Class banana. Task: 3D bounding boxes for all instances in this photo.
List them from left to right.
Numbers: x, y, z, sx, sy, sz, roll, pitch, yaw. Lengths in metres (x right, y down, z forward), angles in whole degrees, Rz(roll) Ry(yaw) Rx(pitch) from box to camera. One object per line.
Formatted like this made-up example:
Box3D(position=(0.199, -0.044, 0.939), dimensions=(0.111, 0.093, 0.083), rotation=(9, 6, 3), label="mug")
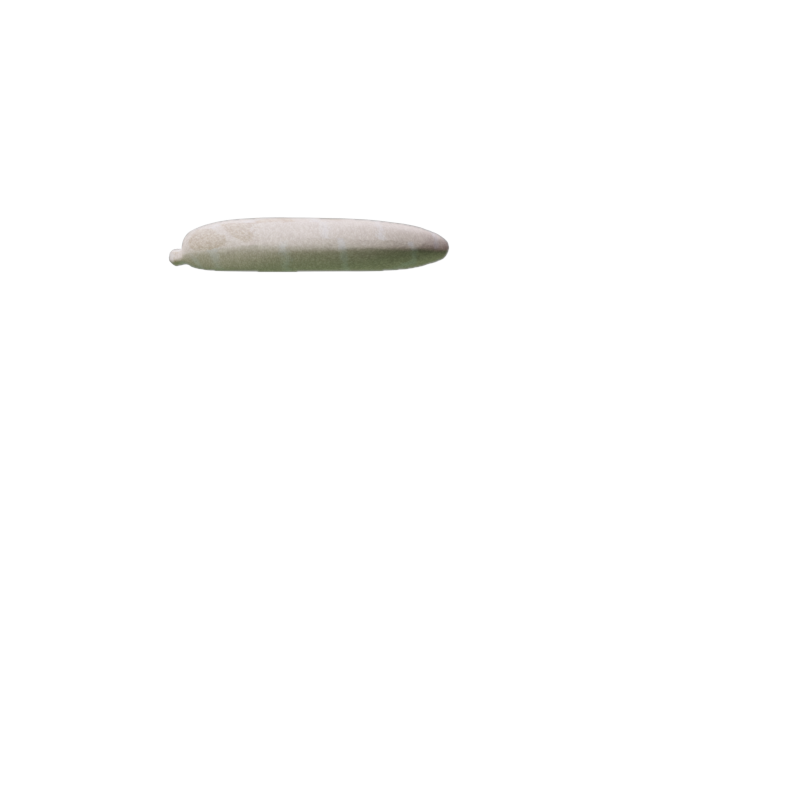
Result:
Box3D(position=(-0.063, -0.107, 0.756), dimensions=(0.198, 0.036, 0.071), rotation=(0, 10, 1), label="banana")
